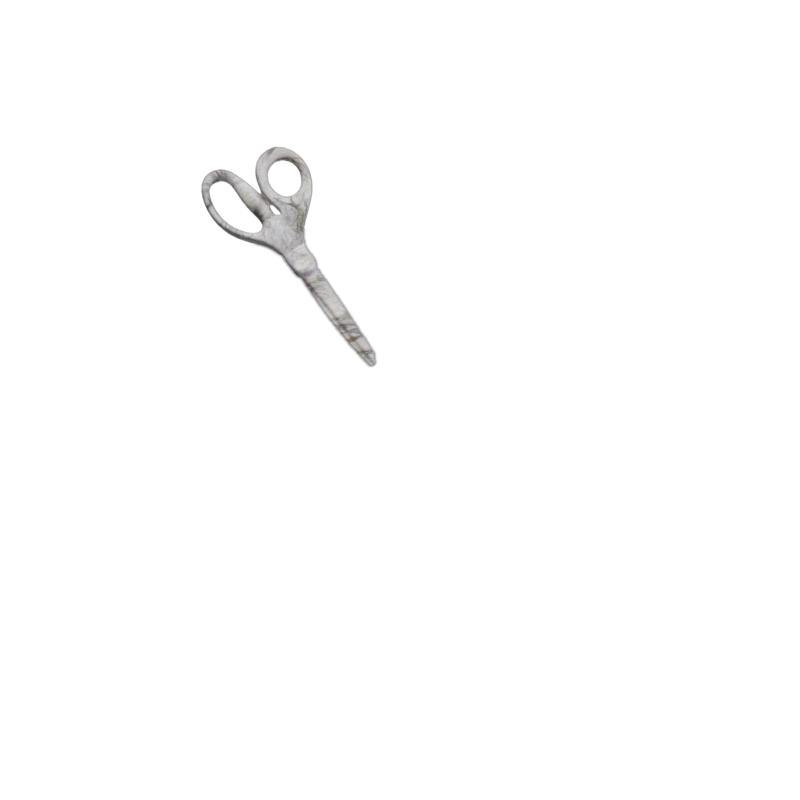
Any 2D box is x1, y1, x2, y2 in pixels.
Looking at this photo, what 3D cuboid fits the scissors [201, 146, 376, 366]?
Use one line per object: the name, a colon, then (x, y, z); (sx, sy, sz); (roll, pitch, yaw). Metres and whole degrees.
scissors: (-0.068, -0.124, 0.866); (0.209, 0.097, 0.015); (39, -17, 15)
